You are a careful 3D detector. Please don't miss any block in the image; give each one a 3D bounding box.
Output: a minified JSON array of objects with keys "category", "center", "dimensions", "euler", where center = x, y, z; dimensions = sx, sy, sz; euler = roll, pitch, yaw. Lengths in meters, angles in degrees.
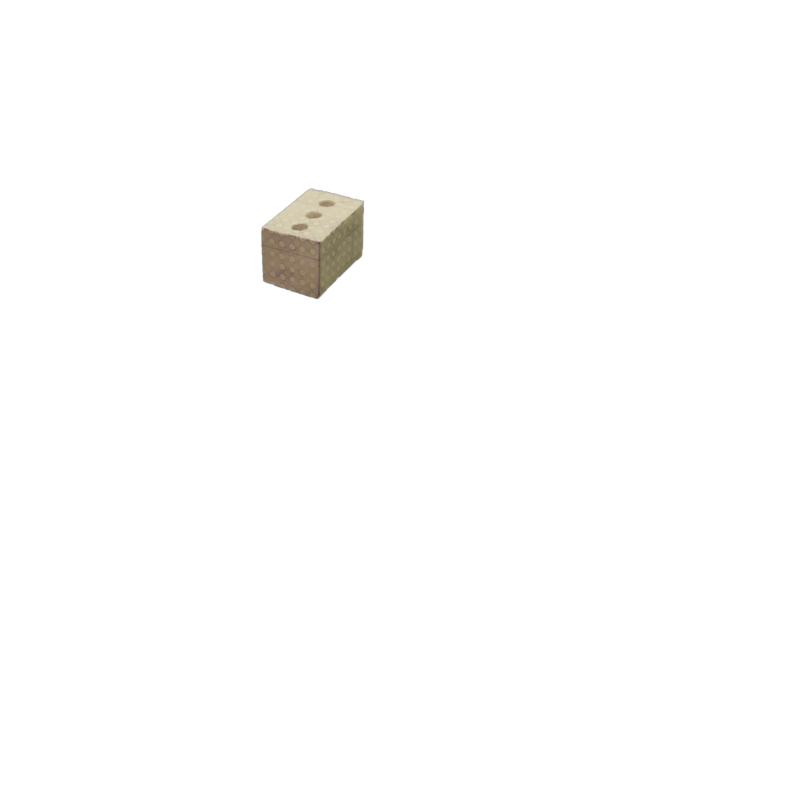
[{"category":"block","center":[-0.069,-0.125,0.877],"dimensions":[0.055,0.048,0.080],"euler":[16,37,20]}]
